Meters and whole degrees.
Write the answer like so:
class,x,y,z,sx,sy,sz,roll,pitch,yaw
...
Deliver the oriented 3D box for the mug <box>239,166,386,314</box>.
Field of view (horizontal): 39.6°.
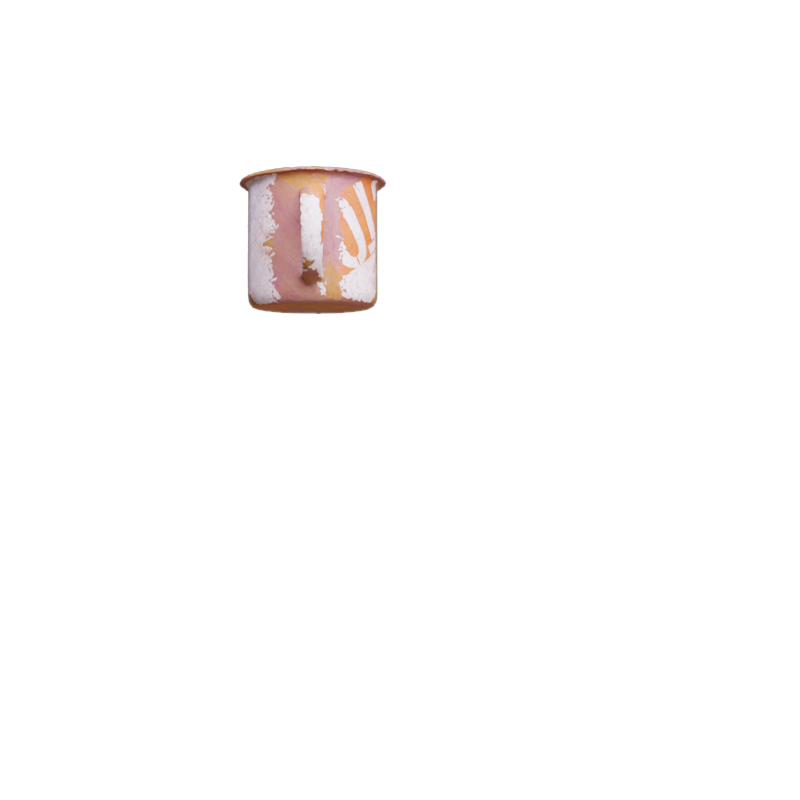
class,x,y,z,sx,sy,sz,roll,pitch,yaw
mug,-0.054,-0.098,0.689,0.093,0.083,0.116,0,-4,-5
